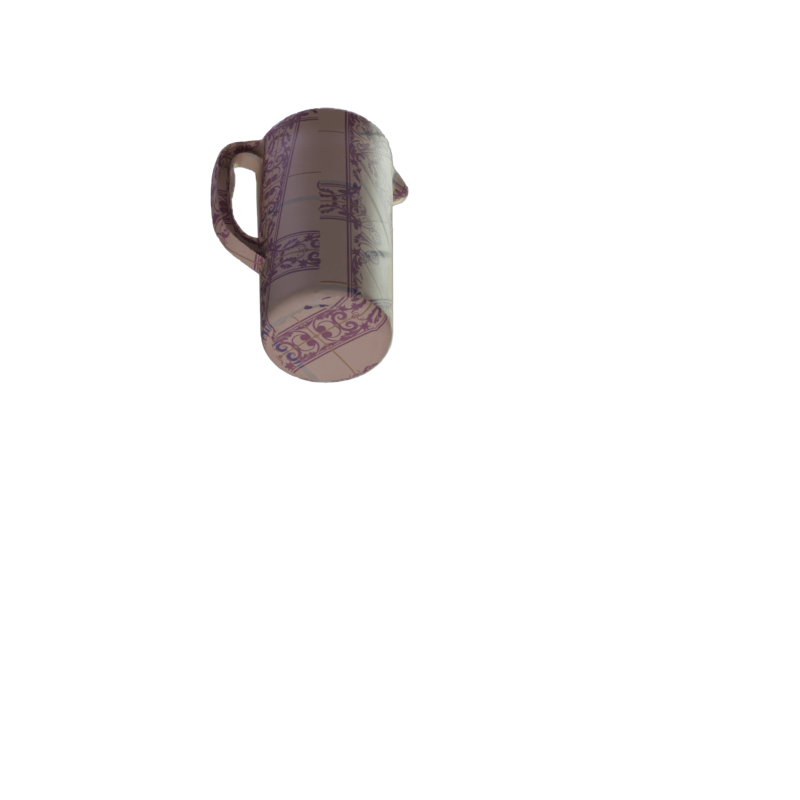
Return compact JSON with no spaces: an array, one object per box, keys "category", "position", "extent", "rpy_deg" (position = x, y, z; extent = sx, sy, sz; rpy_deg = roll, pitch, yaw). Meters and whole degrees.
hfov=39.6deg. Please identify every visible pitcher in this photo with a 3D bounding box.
[{"category":"pitcher","position":[-0.076,-0.139,0.977],"extent":[0.150,0.261,0.134],"rpy_deg":[-19,-47,16]}]
